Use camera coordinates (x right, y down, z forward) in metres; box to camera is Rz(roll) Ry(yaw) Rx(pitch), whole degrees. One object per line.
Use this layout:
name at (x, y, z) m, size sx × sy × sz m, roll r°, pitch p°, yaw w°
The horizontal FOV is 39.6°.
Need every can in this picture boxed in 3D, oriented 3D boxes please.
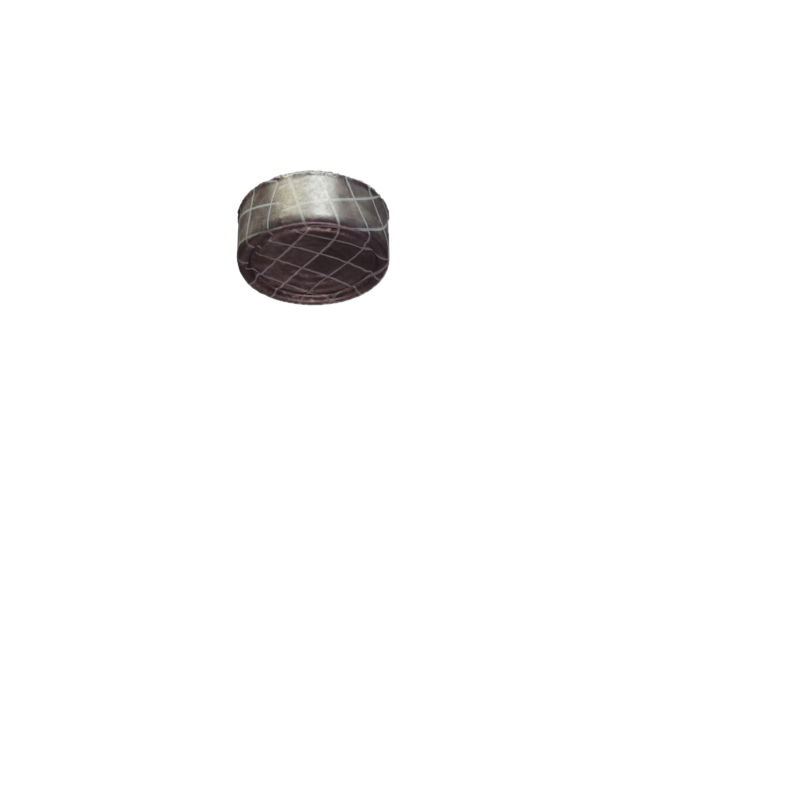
can at (-0.048, -0.088, 0.617) m, size 0.086 × 0.036 × 0.081 m, roll 1°, pitch -30°, yaw -2°
